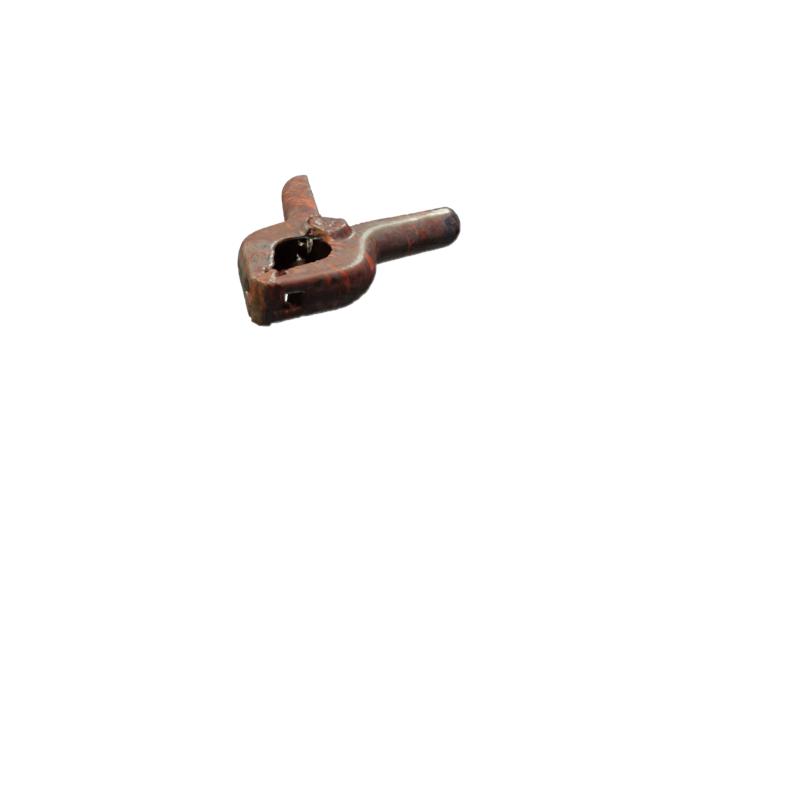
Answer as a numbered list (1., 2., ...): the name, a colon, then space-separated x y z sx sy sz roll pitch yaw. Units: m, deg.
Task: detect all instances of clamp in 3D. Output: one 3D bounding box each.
1. clamp: -0.052 -0.094 0.661 0.126 0.037 0.172 15 29 28
